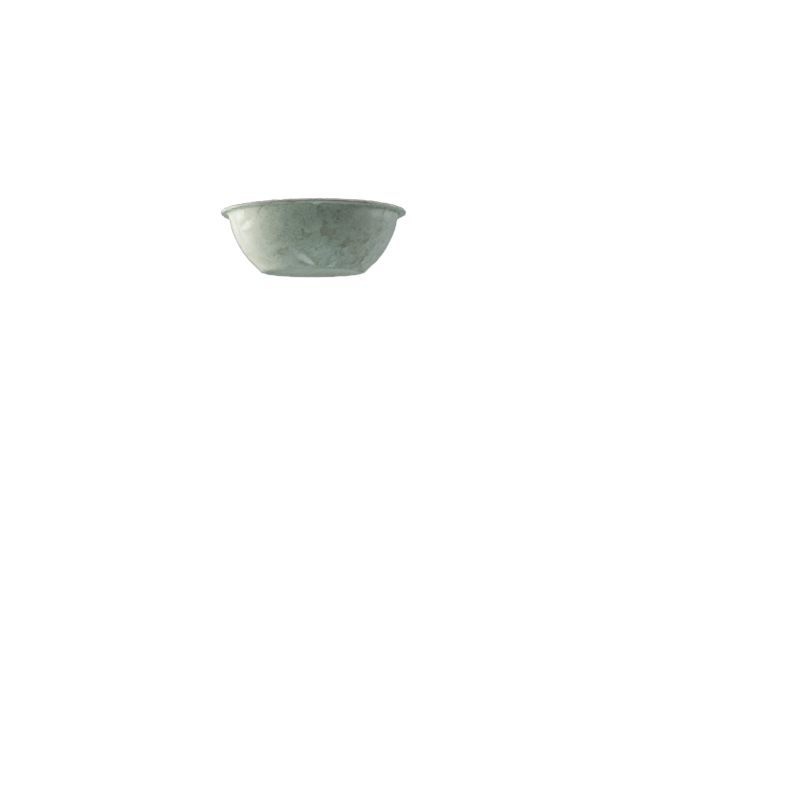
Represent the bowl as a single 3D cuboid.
[{"bbox_3d":[-0.076,-0.138,0.966,0.162,0.055,0.161,0,0,-2],"label":"bowl"}]
